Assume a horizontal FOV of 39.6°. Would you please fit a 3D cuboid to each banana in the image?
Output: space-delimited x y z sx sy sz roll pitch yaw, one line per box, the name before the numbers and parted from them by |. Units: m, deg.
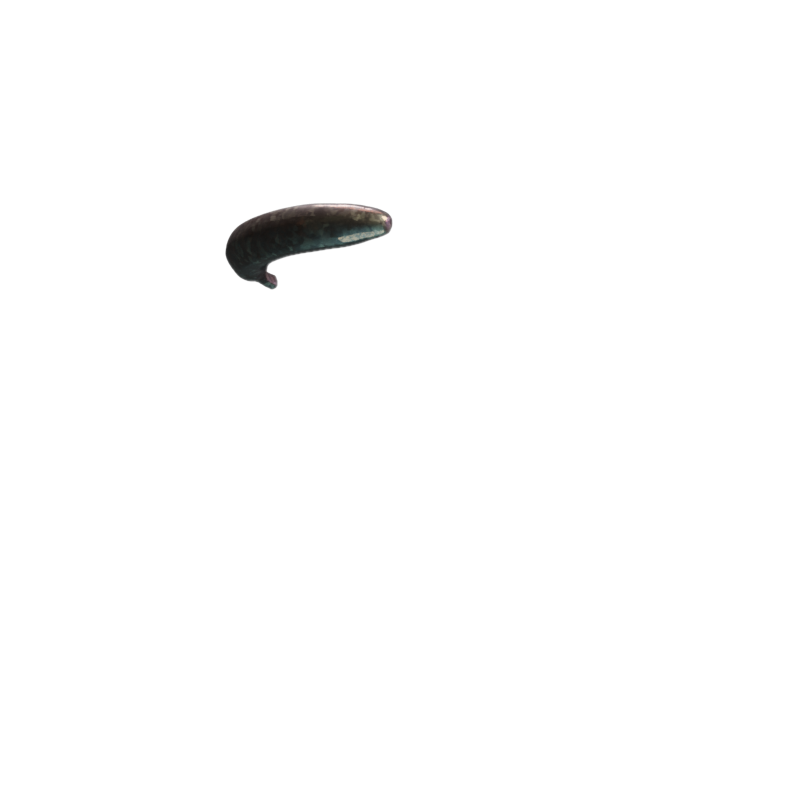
banana | -0.083 -0.119 0.829 0.067 0.038 0.201 4 -7 -31
